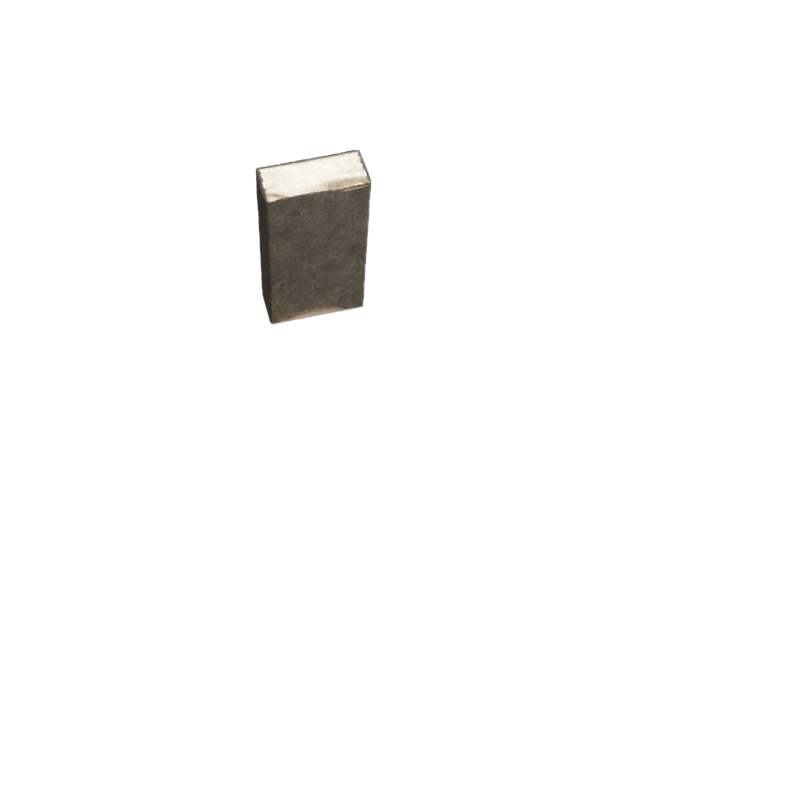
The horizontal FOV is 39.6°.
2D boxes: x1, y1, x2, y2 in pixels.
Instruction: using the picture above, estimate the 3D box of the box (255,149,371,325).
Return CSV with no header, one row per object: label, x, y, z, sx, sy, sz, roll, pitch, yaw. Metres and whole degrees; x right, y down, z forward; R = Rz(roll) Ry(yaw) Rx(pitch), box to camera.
box,-0.077,-0.140,0.980,0.093,0.052,0.165,-12,-30,-10
